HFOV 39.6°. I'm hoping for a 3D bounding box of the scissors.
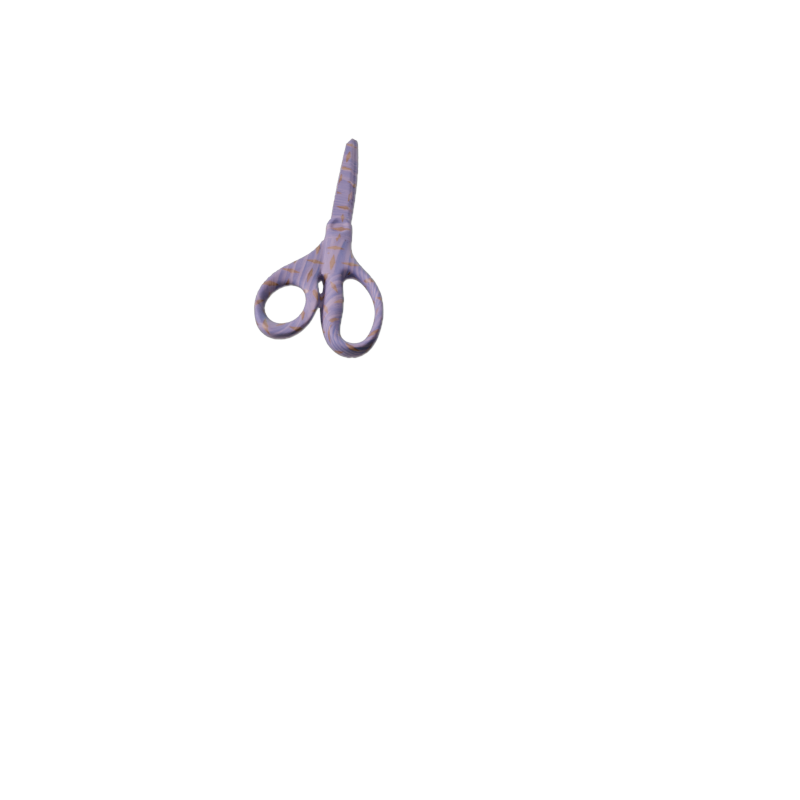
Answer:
[{"bbox_3d":[-0.062,-0.113,0.790,0.095,0.218,0.015,-8,-38,-6],"label":"scissors"}]
